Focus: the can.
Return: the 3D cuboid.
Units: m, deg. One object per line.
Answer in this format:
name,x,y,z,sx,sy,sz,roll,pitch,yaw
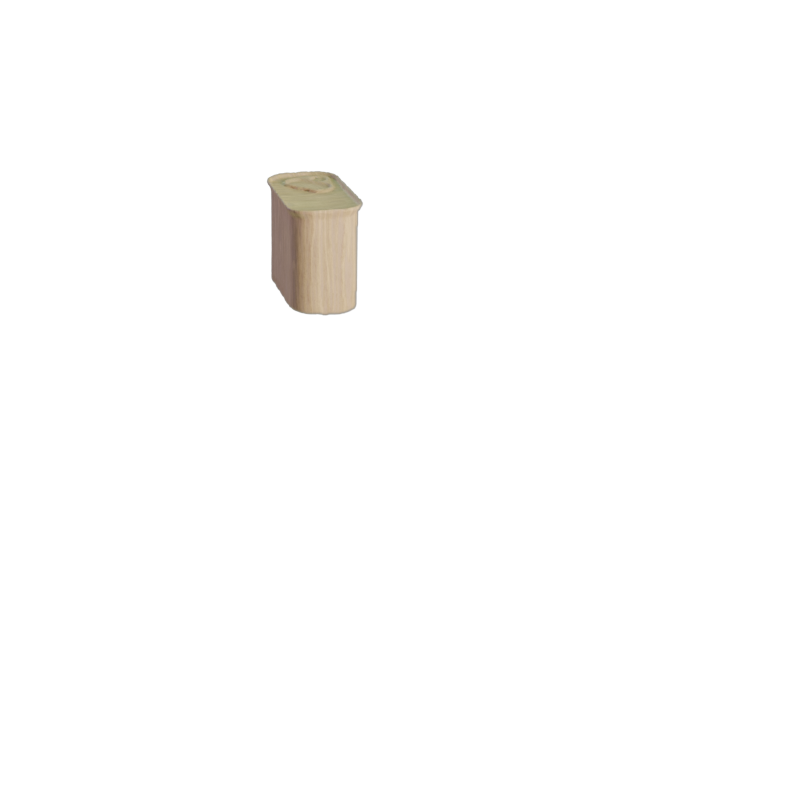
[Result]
can,-0.067,-0.121,0.849,0.056,0.080,0.109,-6,25,-16
